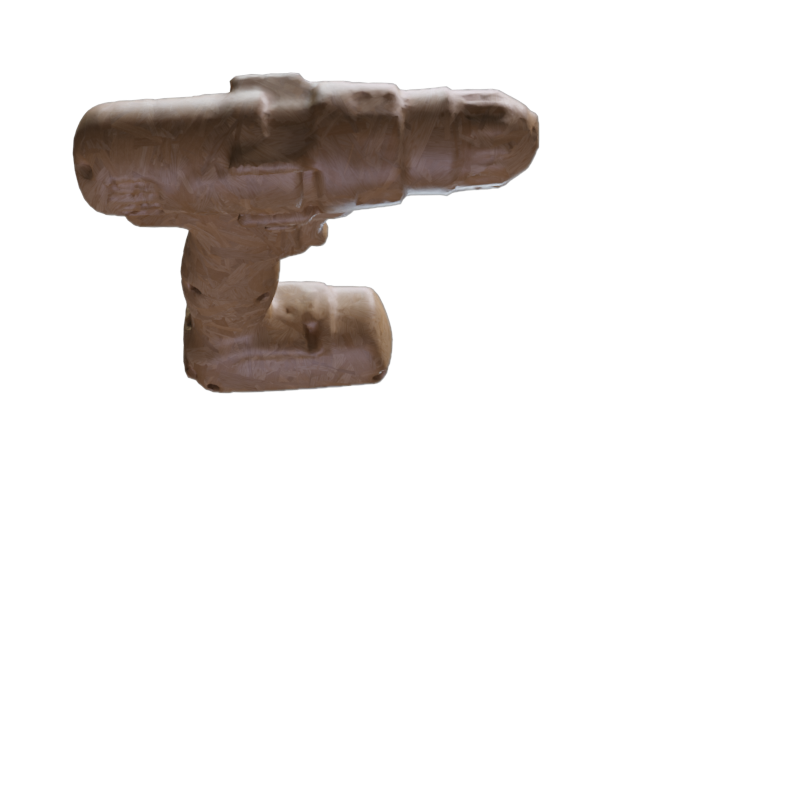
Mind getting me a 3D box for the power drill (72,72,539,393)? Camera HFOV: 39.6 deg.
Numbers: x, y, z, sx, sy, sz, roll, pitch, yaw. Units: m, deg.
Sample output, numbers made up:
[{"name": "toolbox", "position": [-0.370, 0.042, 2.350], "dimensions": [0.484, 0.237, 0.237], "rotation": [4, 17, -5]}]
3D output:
[{"name": "power drill", "position": [-0.039, -0.071, 0.499], "dimensions": [0.185, 0.061, 0.175], "rotation": [0, -30, 0]}]
